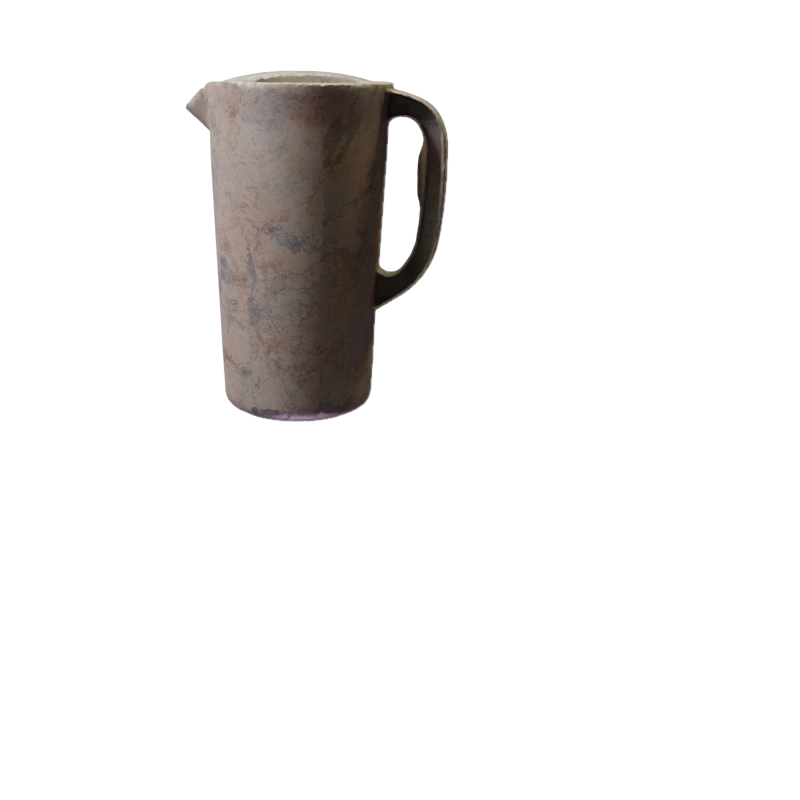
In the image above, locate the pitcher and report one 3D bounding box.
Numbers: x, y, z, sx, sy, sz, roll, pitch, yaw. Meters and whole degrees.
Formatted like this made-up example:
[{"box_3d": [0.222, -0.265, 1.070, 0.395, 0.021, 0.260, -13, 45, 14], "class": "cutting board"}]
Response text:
[{"box_3d": [-0.062, -0.114, 0.798, 0.141, 0.237, 0.157, -8, 15, -35], "class": "pitcher"}]
